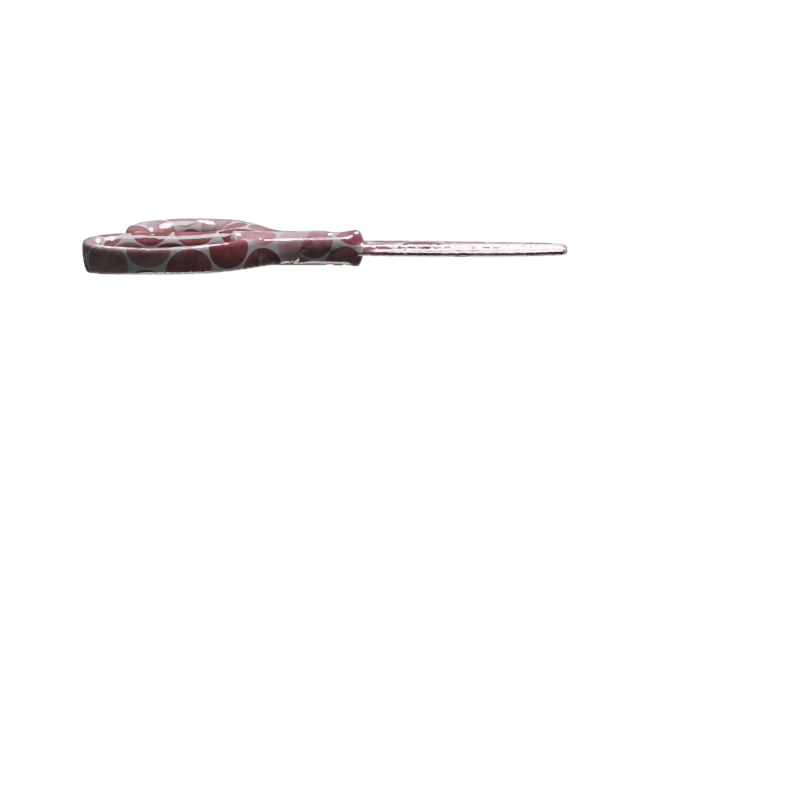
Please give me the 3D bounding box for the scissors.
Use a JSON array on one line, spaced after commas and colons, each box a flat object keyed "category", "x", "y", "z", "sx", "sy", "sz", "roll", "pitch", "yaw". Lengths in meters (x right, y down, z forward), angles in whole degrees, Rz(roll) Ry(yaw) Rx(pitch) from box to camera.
[{"category": "scissors", "x": -0.039, "y": -0.071, "z": 0.495, "sx": 0.199, "sy": 0.015, "sz": 0.101, "roll": -4, "pitch": 17, "yaw": -12}]
